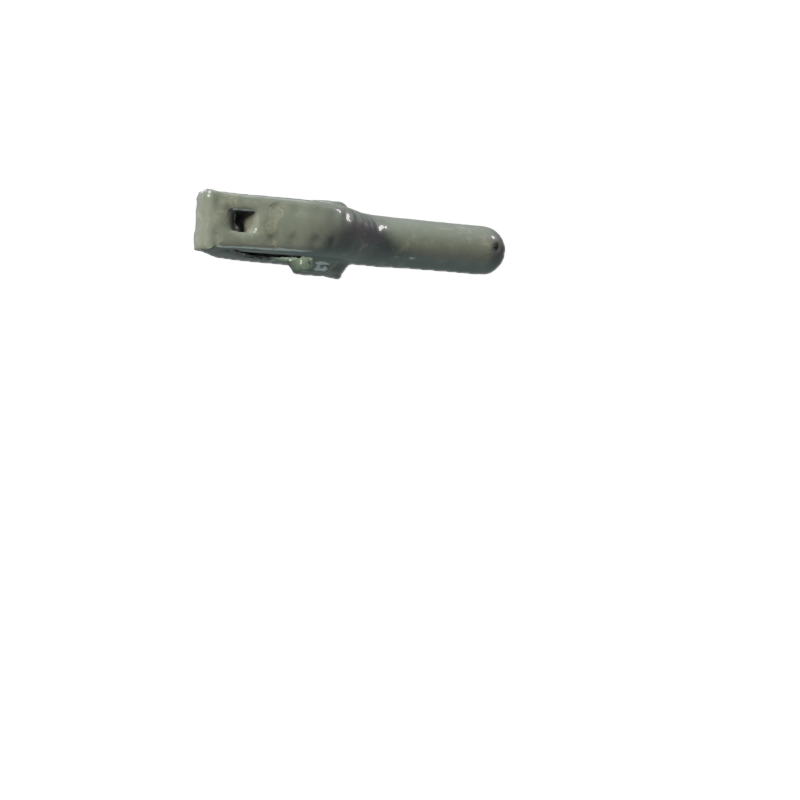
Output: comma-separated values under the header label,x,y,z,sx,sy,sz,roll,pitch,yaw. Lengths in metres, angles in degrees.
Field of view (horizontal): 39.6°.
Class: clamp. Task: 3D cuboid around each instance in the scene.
label,x,y,z,sx,sy,sz,roll,pitch,yaw
clamp,-0.044,-0.080,0.561,0.163,0.040,0.123,5,-7,-42
